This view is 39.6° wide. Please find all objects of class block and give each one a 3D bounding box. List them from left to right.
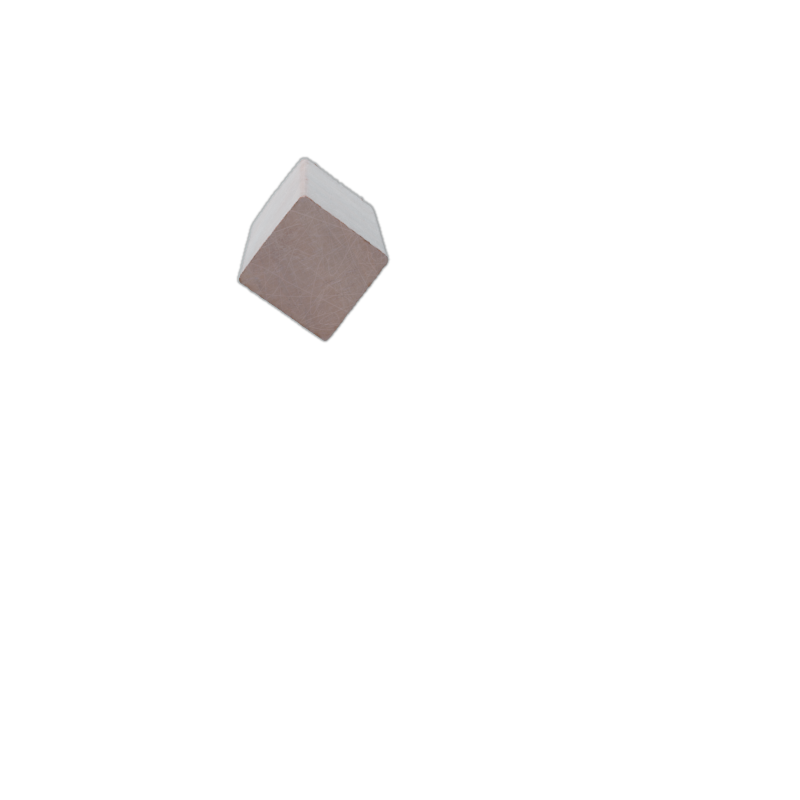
[{"bbox_3d":[-0.076,-0.140,0.979,0.088,0.089,0.214,35,13,-14],"label":"block"}]
